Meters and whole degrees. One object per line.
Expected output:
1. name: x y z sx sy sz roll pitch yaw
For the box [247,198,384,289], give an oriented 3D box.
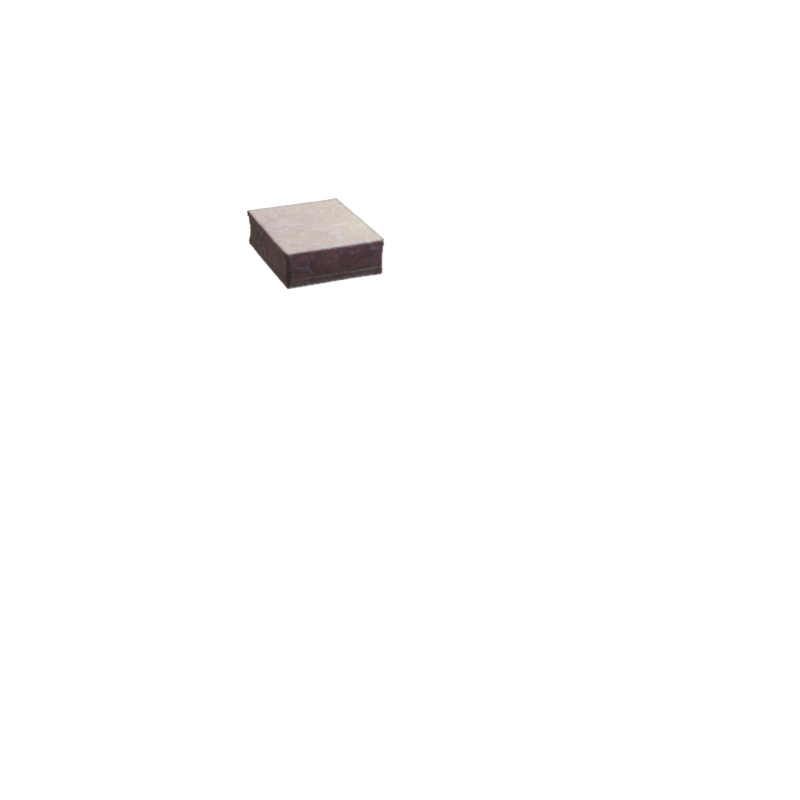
1. box: -0.077 -0.141 0.985 0.088 0.037 0.122 -11 29 -21
